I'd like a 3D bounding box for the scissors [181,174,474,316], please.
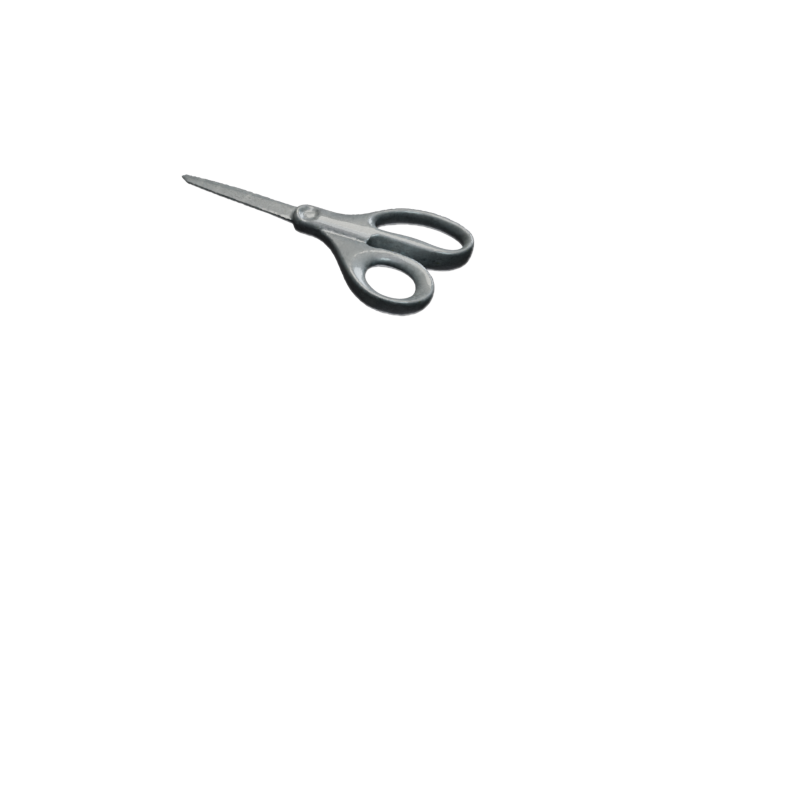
[{"bbox_3d":[-0.055,-0.101,0.709,0.204,0.102,0.015,9,-42,8],"label":"scissors"}]
